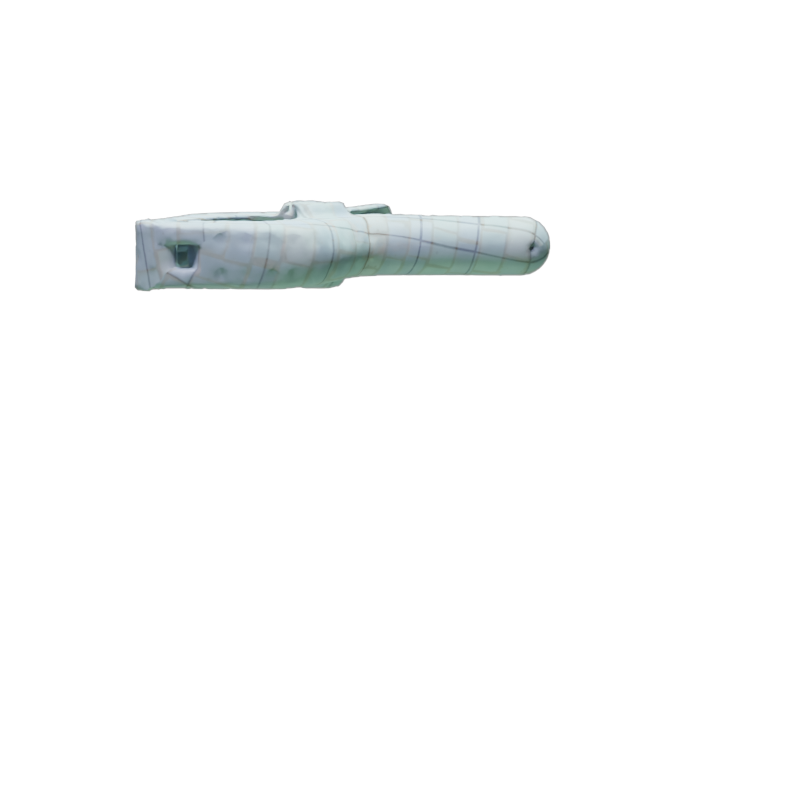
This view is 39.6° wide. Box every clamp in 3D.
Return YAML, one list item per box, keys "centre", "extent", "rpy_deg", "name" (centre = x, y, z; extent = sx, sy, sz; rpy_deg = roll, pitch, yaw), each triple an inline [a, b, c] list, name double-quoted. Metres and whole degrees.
- centre: [-0.037, -0.068, 0.476]
  extent: [0.166, 0.039, 0.125]
  rpy_deg: [-4, 8, -27]
  name: "clamp"
